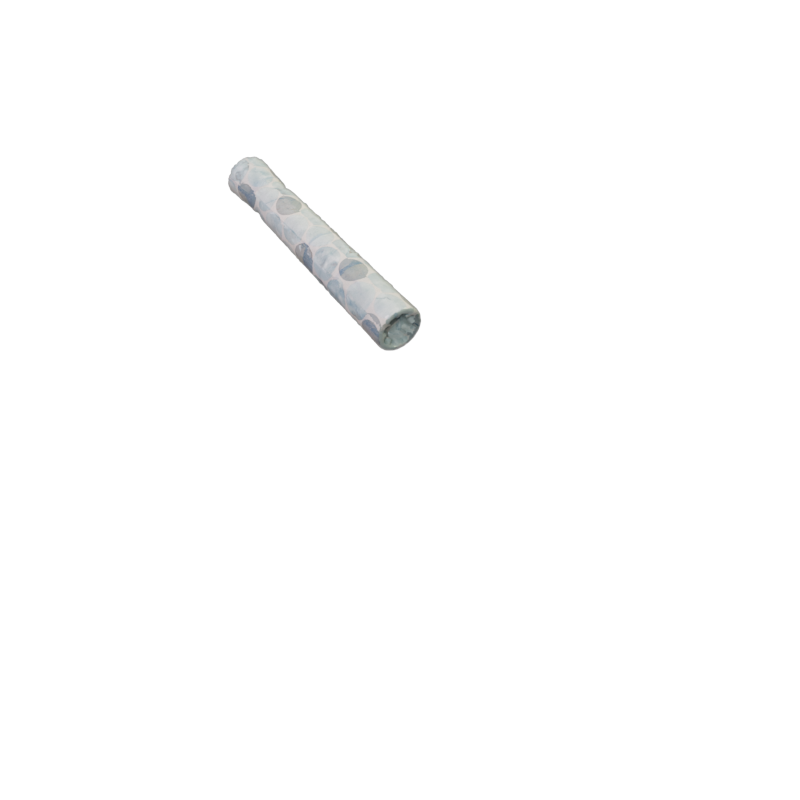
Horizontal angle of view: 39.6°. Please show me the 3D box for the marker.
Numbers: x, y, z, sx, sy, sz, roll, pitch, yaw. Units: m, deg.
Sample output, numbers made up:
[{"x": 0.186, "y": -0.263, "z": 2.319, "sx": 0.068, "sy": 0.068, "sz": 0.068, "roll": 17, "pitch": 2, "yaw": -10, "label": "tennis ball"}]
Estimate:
[{"x": -0.034, "y": -0.062, "z": 0.431, "sx": 0.019, "sy": 0.019, "sz": 0.131, "roll": -3, "pitch": 36, "yaw": -37, "label": "marker"}]
